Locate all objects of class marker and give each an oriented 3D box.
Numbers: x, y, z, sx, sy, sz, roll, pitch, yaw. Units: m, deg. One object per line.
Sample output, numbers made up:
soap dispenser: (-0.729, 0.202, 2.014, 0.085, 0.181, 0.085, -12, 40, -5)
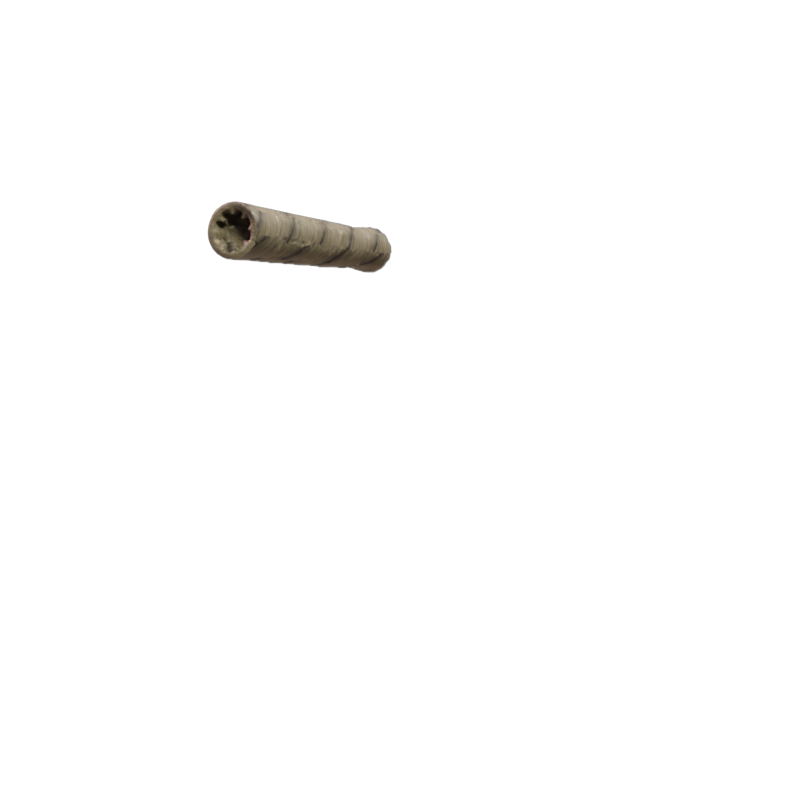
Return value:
marker: (-0.032, -0.058, 0.407, 0.020, 0.020, 0.117, 2, 4, 22)
